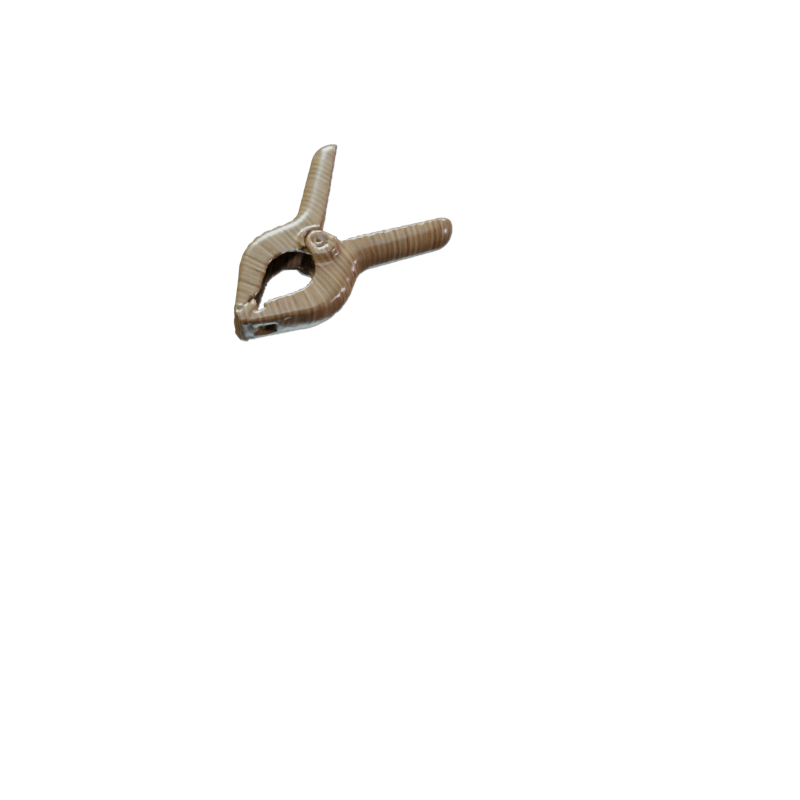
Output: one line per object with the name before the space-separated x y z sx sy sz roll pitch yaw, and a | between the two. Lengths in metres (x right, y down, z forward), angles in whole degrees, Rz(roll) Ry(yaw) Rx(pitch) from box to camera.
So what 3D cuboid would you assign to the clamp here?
clamp | -0.061 -0.111 0.778 0.172 0.036 0.128 -36 59 -26
